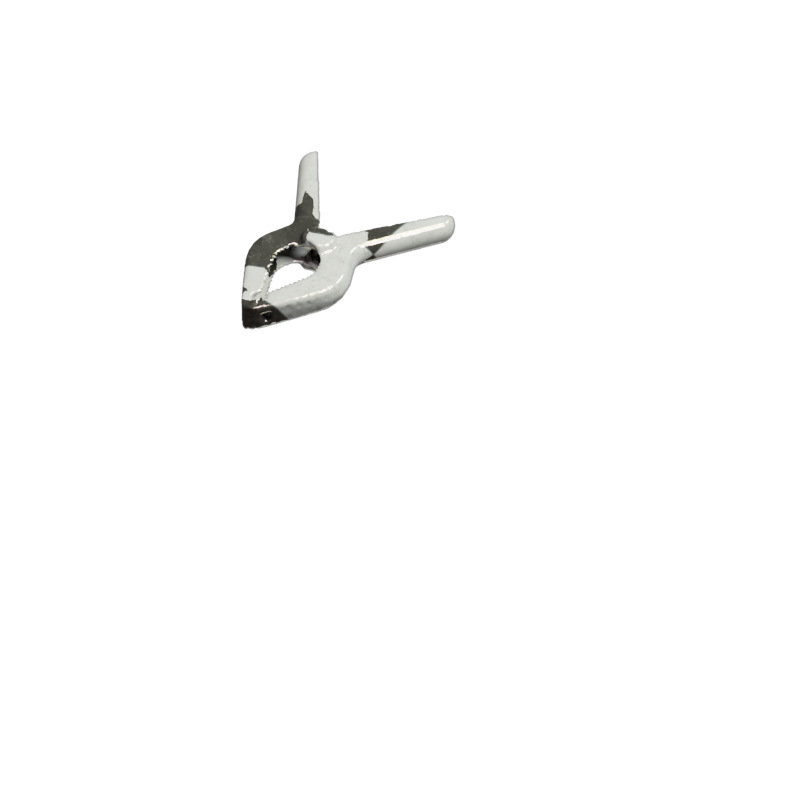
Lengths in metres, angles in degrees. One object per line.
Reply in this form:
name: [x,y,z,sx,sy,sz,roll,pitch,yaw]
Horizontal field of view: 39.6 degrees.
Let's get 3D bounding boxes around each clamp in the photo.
clamp: [-0.076,-0.139,0.975,0.174,0.034,0.212,33,55,26]
